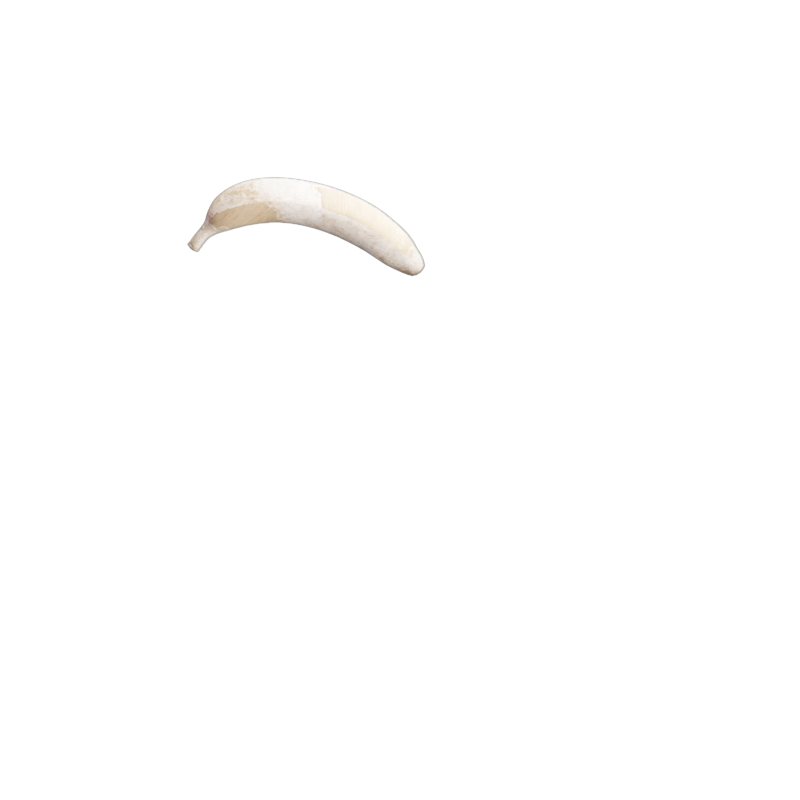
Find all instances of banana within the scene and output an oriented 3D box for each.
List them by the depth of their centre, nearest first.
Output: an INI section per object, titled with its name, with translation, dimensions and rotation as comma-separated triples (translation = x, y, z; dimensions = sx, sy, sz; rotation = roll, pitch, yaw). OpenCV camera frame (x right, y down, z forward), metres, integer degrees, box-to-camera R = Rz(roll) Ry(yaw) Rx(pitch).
[banana]
translation = -0.073, -0.147, 0.913
dimensions = 0.196, 0.066, 0.039
rotation = 7, 30, -4
